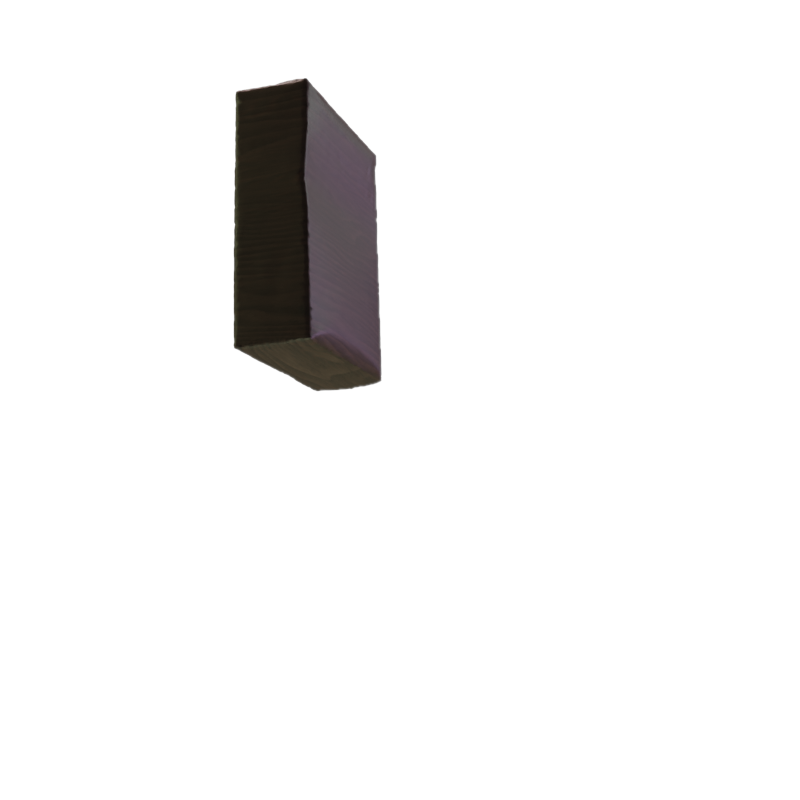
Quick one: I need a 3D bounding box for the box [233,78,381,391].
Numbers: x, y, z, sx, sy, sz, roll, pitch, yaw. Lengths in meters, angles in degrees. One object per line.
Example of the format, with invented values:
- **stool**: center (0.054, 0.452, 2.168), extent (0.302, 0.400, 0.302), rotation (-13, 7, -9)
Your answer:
- **box**: center (-0.071, -0.129, 0.902), extent (0.073, 0.223, 0.154), rotation (-8, -18, 19)
